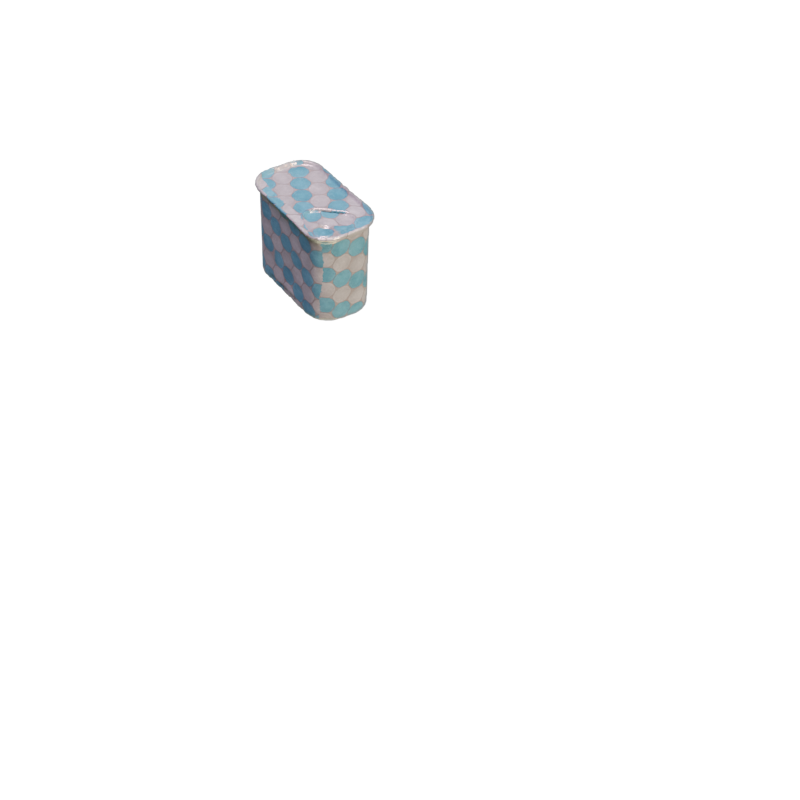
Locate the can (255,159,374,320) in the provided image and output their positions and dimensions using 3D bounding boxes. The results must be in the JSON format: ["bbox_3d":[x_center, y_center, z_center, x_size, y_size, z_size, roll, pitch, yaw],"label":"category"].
[{"bbox_3d":[-0.066,-0.121,0.847,0.057,0.078,0.110,-23,47,-26],"label":"can"}]
